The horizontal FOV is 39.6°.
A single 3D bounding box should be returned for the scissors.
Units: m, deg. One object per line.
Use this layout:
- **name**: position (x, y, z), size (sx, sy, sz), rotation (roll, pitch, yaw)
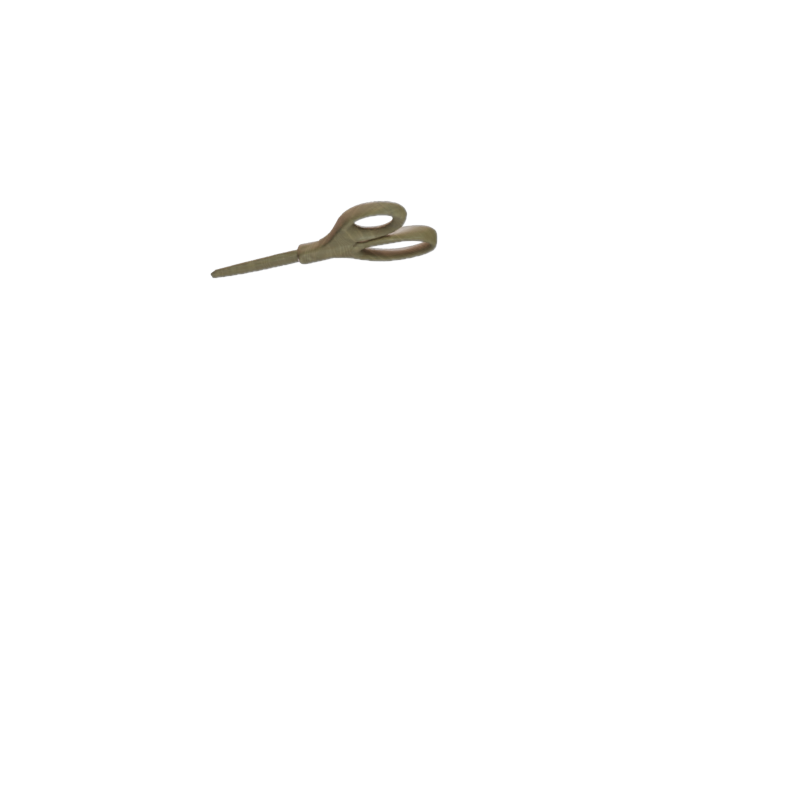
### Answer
- **scissors**: position (-0.072, -0.131, 0.916), size (0.204, 0.017, 0.090), rotation (-4, -22, 10)
